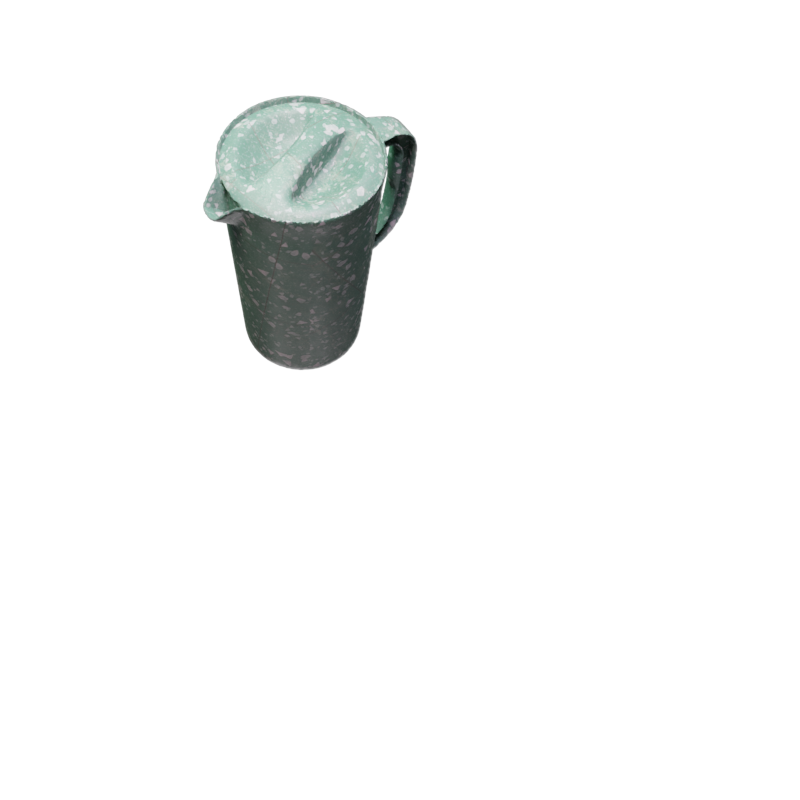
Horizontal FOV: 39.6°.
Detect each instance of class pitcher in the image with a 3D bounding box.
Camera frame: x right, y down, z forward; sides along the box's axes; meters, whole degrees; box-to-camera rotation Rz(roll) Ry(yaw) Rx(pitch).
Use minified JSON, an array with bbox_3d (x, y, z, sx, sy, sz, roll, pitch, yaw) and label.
[{"bbox_3d":[-0.074,-0.135,0.946,0.151,0.153,0.227,11,-33,4],"label":"pitcher"}]
